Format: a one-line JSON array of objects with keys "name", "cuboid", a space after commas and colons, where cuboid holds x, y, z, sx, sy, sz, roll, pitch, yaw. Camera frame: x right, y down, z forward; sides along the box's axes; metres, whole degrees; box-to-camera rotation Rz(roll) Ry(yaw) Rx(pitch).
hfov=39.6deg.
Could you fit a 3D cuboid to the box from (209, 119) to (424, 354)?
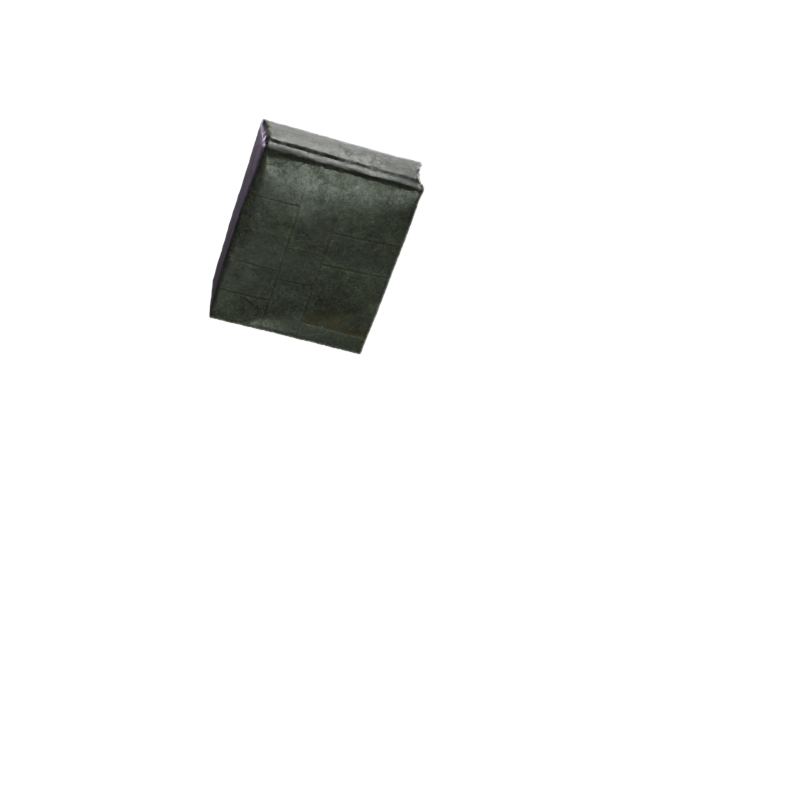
[{"name": "box", "cuboid": [-0.047, -0.086, 0.600, 0.088, 0.108, 0.042, 15, 34, -11]}]
